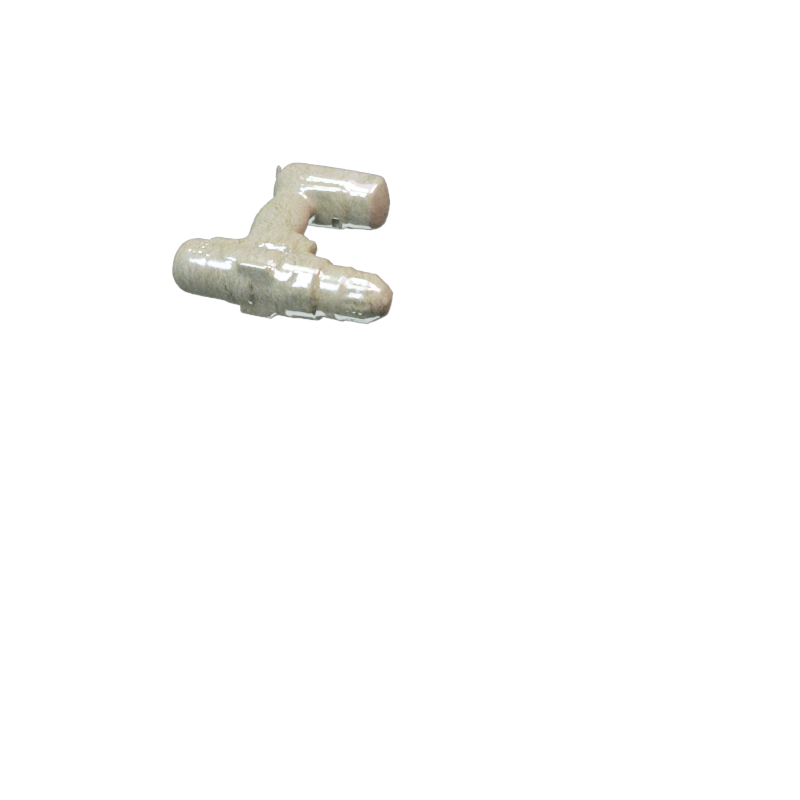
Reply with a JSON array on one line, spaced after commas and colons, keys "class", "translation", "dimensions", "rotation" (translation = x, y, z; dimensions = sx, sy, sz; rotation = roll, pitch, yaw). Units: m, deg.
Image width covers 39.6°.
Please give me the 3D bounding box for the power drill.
[{"class": "power drill", "translation": [-0.073, -0.133, 0.932], "dimensions": [0.190, 0.054, 0.194], "rotation": [12, 36, 17]}]
